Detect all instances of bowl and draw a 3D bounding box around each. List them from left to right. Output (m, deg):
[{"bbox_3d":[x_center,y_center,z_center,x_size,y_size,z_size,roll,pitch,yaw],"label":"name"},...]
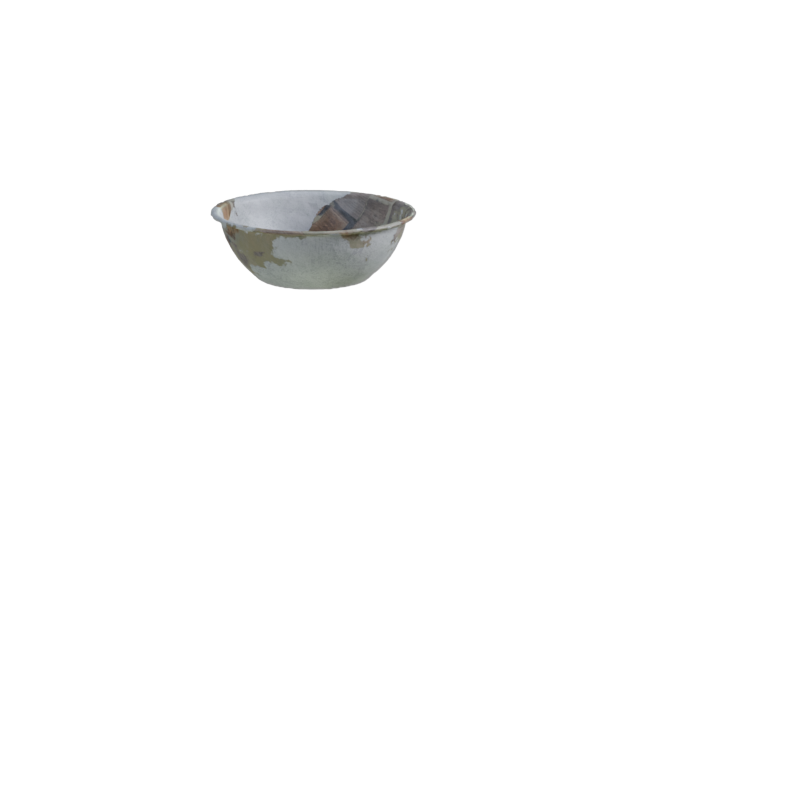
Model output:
[{"bbox_3d":[-0.069,-0.125,0.879,0.162,0.053,0.169,-1,20,-2],"label":"bowl"}]
